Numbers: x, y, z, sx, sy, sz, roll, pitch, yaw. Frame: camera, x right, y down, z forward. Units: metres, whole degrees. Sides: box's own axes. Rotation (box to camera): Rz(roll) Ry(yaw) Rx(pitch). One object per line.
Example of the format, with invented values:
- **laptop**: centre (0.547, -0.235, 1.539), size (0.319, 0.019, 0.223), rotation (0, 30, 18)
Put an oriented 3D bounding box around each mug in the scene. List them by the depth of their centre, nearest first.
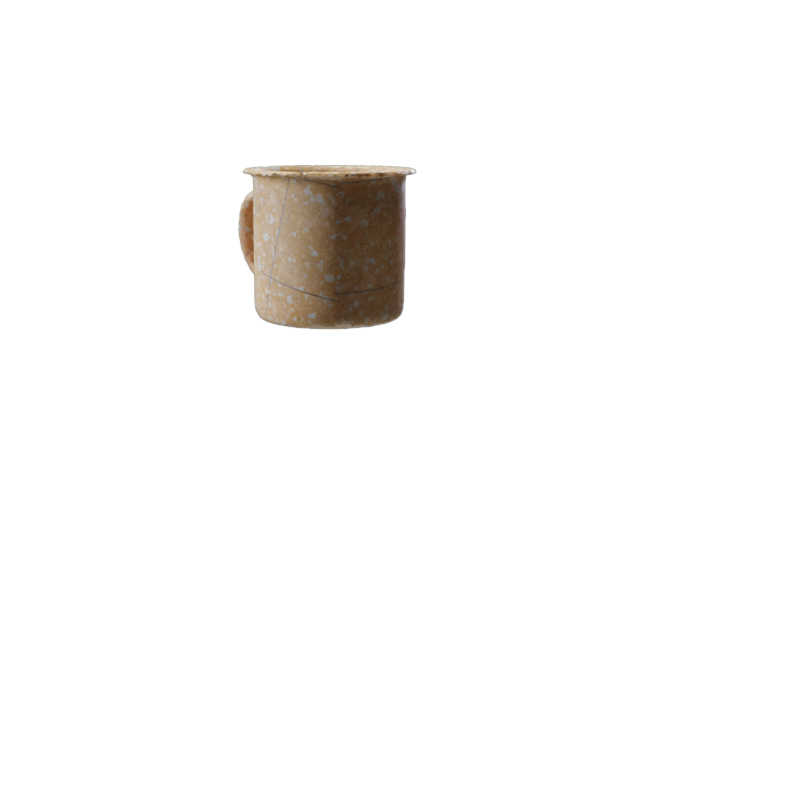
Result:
- **mug**: centre (-0.048, -0.087, 0.607), size (0.123, 0.080, 0.091), rotation (10, 15, 40)
